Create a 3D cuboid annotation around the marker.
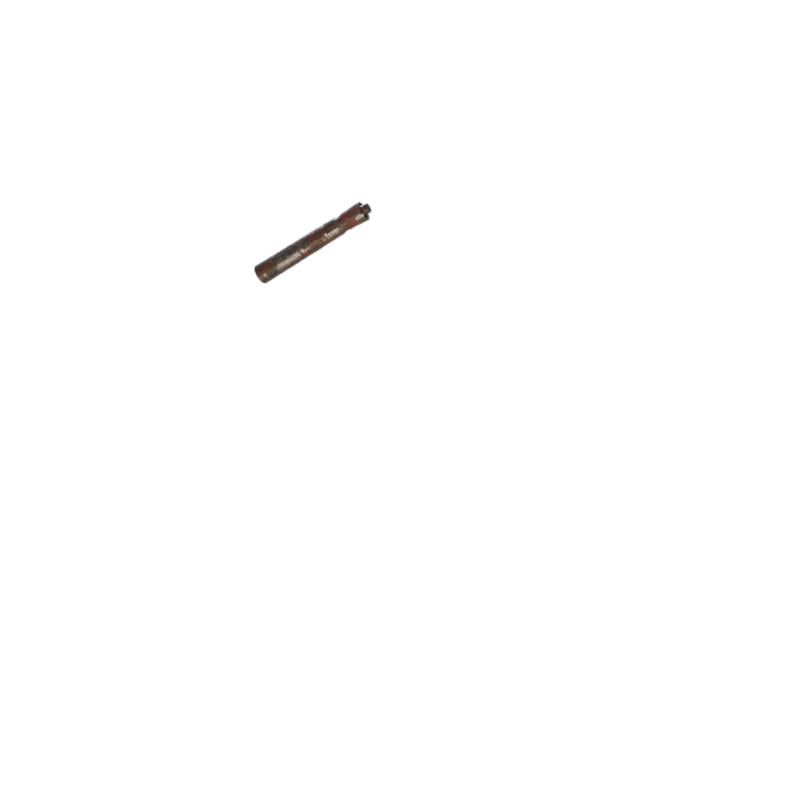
[{"bbox_3d":[-0.077,-0.140,0.982,0.121,0.020,0.019,-29,-7,20],"label":"marker"}]
